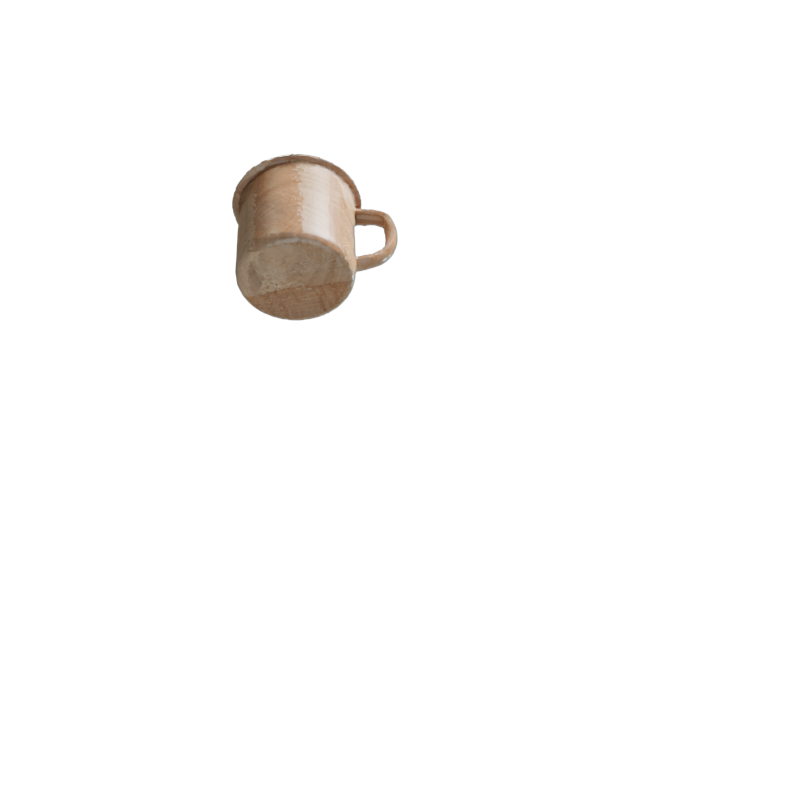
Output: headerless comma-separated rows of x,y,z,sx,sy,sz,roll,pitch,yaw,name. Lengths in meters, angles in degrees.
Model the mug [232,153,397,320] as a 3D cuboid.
-0.060,-0.110,0.771,0.117,0.087,0.087,0,-45,-2,mug
